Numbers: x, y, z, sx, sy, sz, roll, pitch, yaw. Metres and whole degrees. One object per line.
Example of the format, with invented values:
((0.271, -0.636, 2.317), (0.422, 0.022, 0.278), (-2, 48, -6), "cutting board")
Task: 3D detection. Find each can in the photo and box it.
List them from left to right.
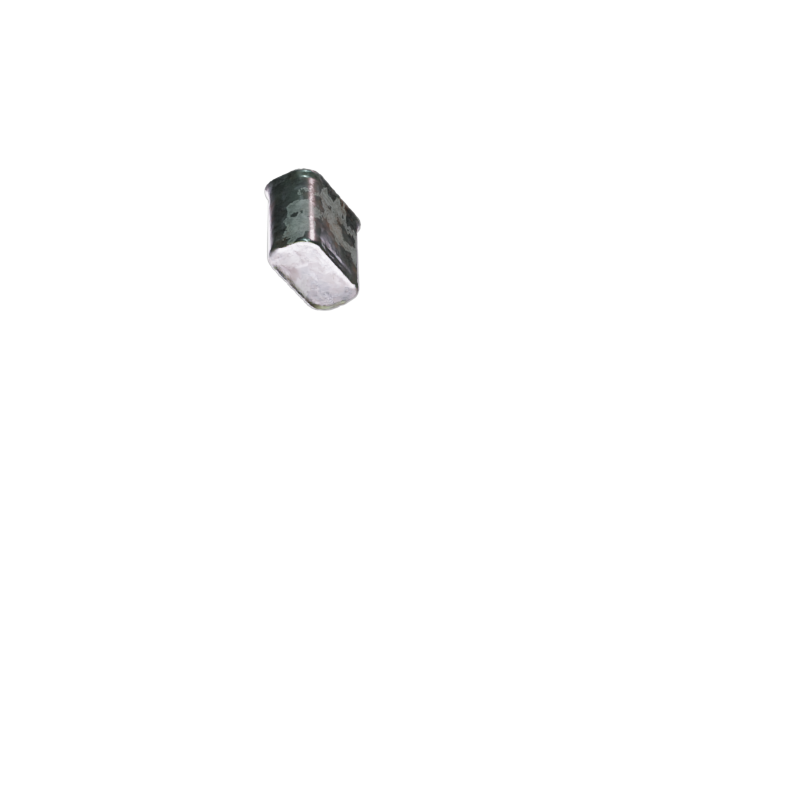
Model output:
((-0.077, -0.141, 0.986), (0.058, 0.090, 0.094), (-21, -42, 22), "can")
